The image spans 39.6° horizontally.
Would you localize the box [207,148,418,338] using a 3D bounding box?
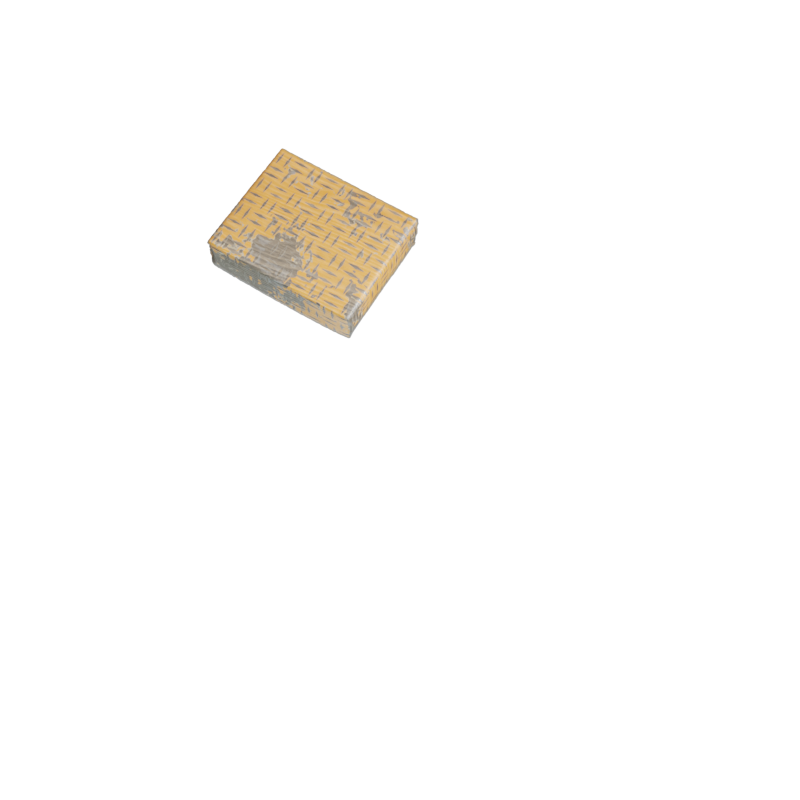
[{"bbox_3d":[-0.058,-0.106,0.744,0.117,0.092,0.037,29,-23,14],"label":"box"}]
